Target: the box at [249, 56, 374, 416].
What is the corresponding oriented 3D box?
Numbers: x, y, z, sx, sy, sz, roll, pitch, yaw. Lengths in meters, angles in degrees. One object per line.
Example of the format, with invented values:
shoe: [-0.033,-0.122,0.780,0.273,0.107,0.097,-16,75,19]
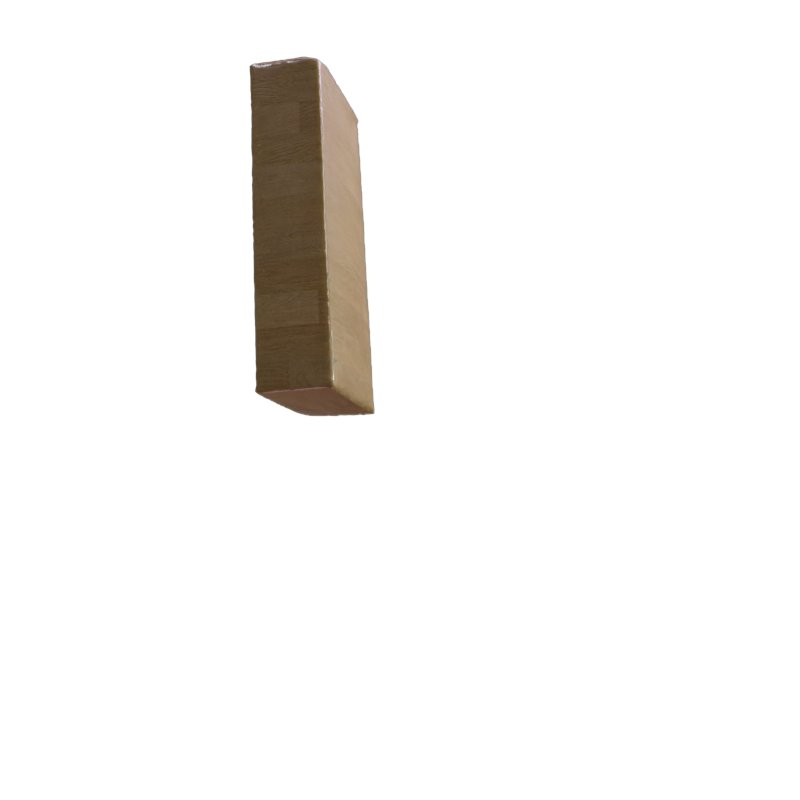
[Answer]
box: [-0.046,-0.085,0.592,0.049,0.183,0.089,-5,-15,12]
